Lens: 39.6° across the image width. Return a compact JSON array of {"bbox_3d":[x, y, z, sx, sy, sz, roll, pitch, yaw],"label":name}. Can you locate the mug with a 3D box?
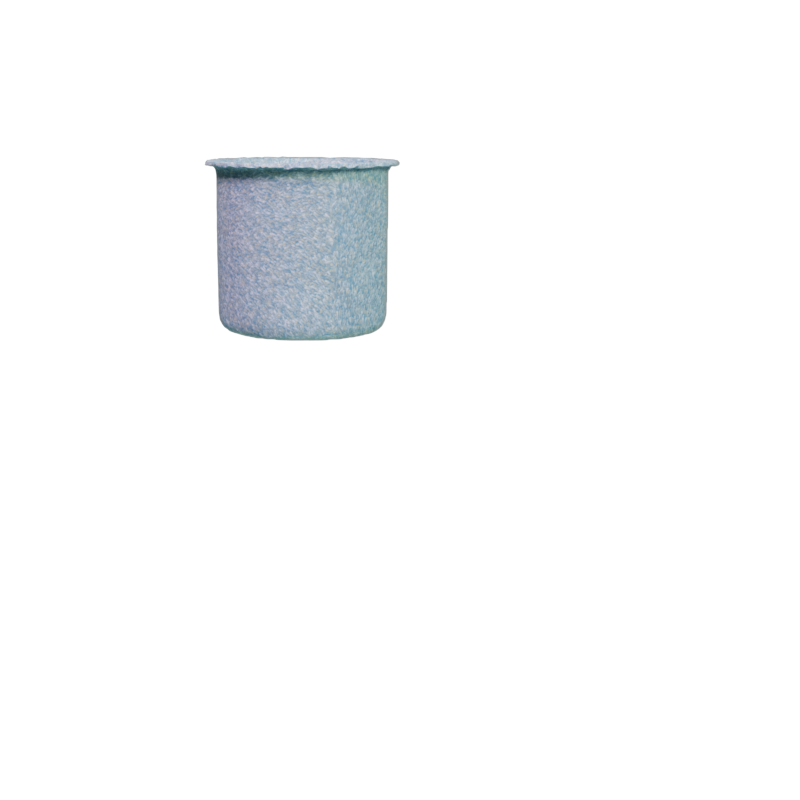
[{"bbox_3d":[-0.043,-0.078,0.545,0.096,0.080,0.116,5,12,22],"label":"mug"}]
